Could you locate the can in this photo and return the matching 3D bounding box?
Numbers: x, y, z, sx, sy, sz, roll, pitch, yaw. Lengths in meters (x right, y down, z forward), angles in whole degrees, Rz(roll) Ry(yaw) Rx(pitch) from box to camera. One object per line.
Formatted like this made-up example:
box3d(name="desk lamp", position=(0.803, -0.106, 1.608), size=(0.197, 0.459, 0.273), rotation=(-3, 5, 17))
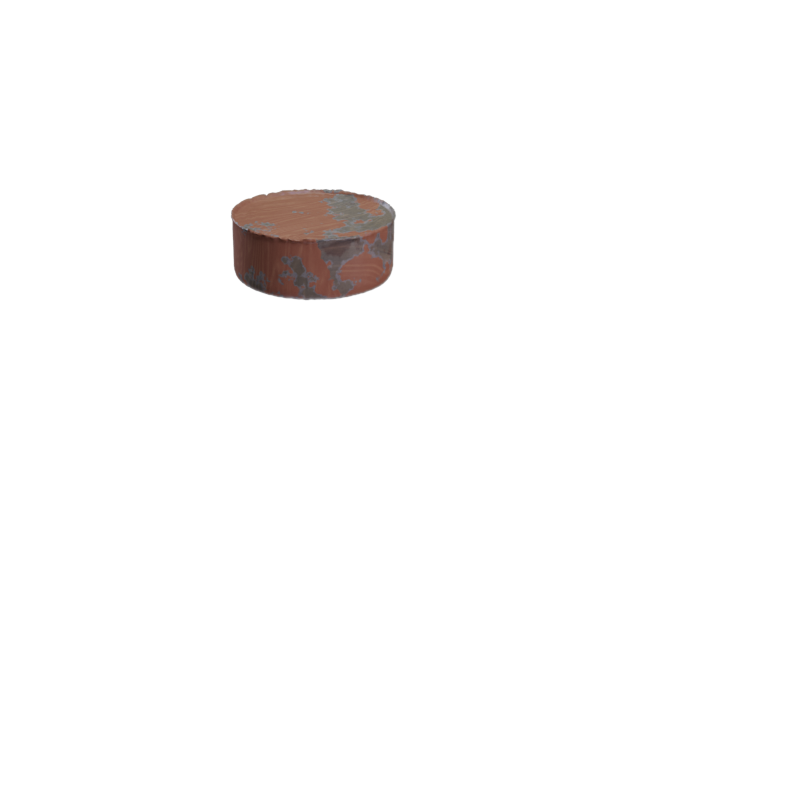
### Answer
box3d(name="can", position=(-0.046, -0.083, 0.582), size=(0.086, 0.032, 0.090), rotation=(-1, 26, -2))
